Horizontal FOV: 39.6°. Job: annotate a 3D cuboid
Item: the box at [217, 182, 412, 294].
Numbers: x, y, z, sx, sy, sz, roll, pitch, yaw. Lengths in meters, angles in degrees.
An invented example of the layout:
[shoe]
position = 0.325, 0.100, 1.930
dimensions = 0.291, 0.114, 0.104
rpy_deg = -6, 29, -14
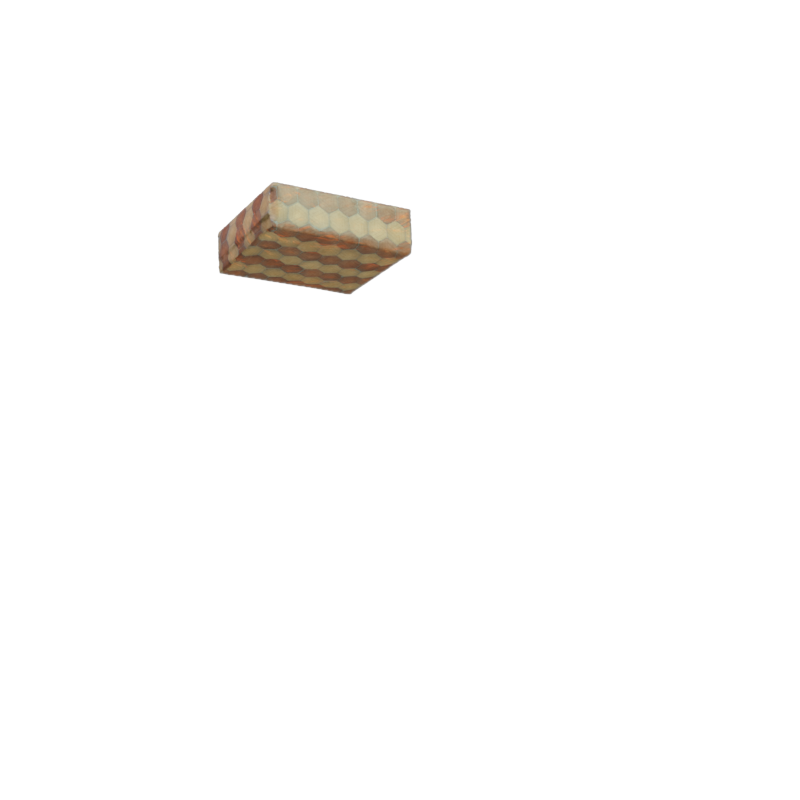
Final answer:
[box]
position = -0.061, -0.112, 0.786
dimensions = 0.109, 0.041, 0.089
rpy_deg = 10, -20, -28
